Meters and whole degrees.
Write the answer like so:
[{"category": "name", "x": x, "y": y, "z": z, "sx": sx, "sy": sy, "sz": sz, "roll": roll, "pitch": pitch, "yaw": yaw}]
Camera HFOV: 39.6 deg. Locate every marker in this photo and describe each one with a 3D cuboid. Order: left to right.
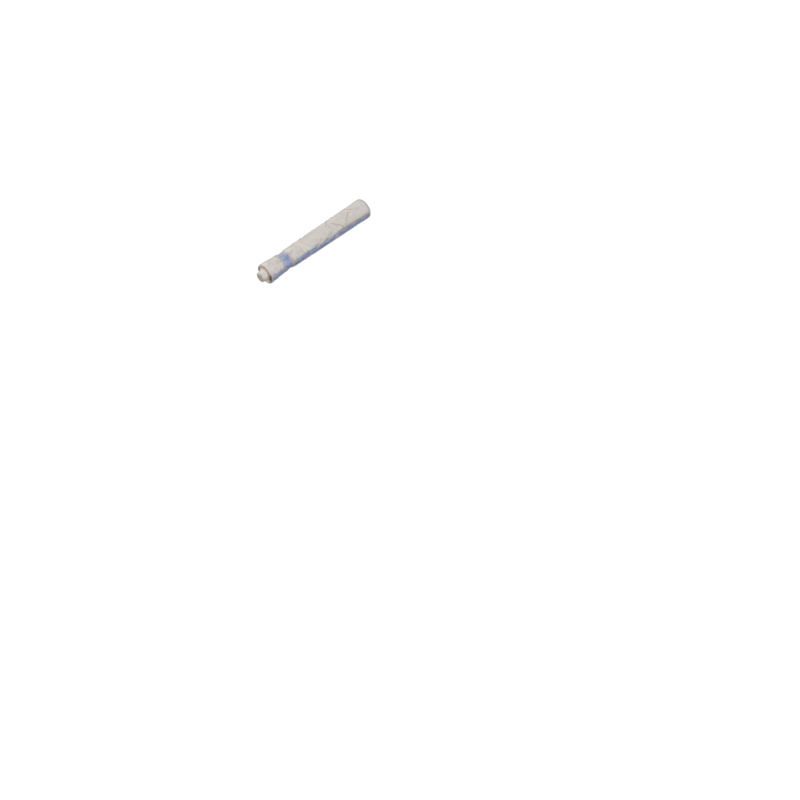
[{"category": "marker", "x": -0.074, "y": -0.135, "z": 0.949, "sx": 0.122, "sy": 0.019, "sz": 0.021, "roll": -38, "pitch": 23, "yaw": -27}]
